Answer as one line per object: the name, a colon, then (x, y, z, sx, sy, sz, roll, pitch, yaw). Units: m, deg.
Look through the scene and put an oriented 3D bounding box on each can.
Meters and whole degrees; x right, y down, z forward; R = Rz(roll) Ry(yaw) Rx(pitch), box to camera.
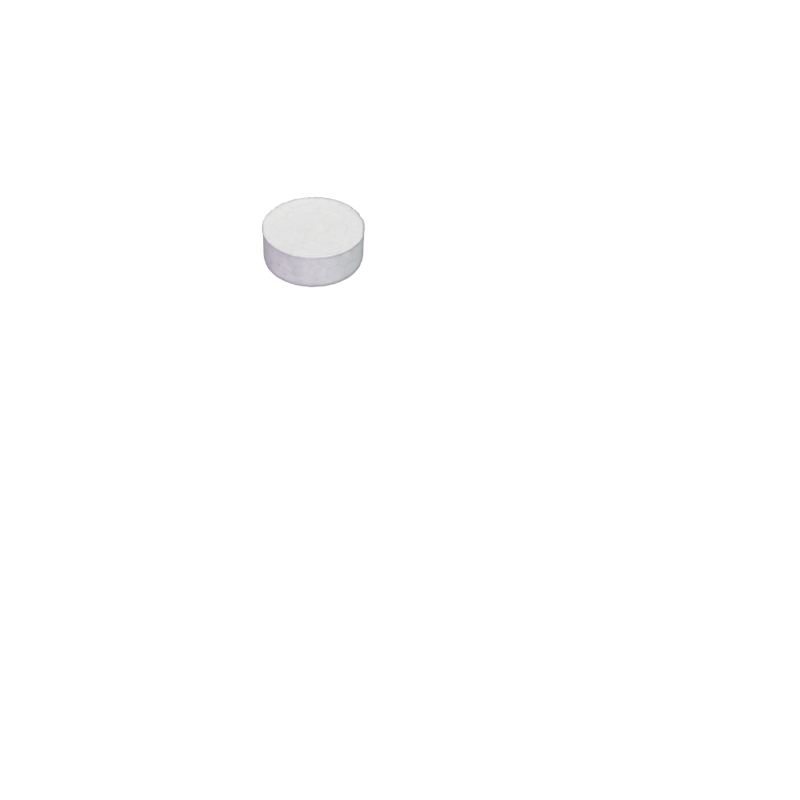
can: (-0.073, -0.133, 0.931, 0.086, 0.031, 0.092, -1, 41, -2)
